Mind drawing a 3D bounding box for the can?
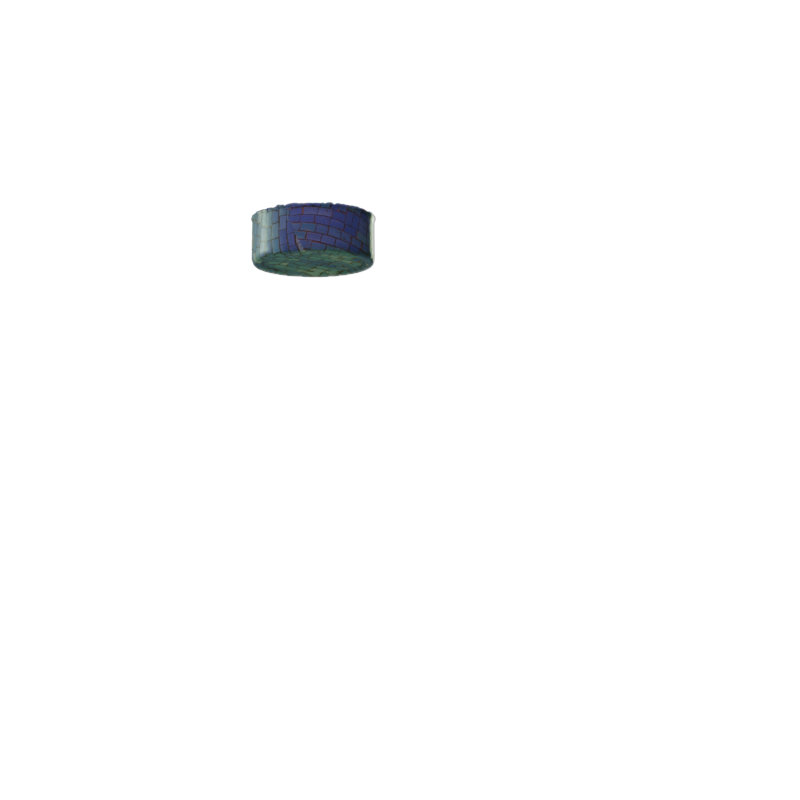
[{"bbox_3d":[-0.060,-0.109,0.761,0.086,0.034,0.084,0,-7,-2],"label":"can"}]
